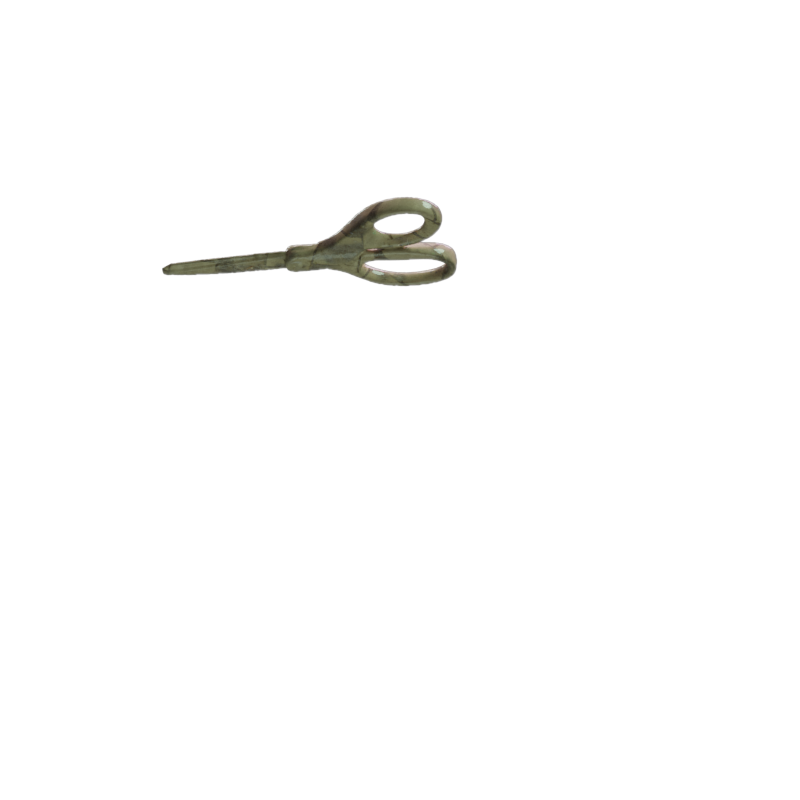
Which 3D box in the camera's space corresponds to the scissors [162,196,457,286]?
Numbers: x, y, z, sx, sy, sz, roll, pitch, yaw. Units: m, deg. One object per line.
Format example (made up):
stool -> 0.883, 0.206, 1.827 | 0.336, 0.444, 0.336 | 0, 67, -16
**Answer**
scissors -> -0.058, -0.106, 0.744 | 0.200, 0.017, 0.091 | 4, -32, -6
